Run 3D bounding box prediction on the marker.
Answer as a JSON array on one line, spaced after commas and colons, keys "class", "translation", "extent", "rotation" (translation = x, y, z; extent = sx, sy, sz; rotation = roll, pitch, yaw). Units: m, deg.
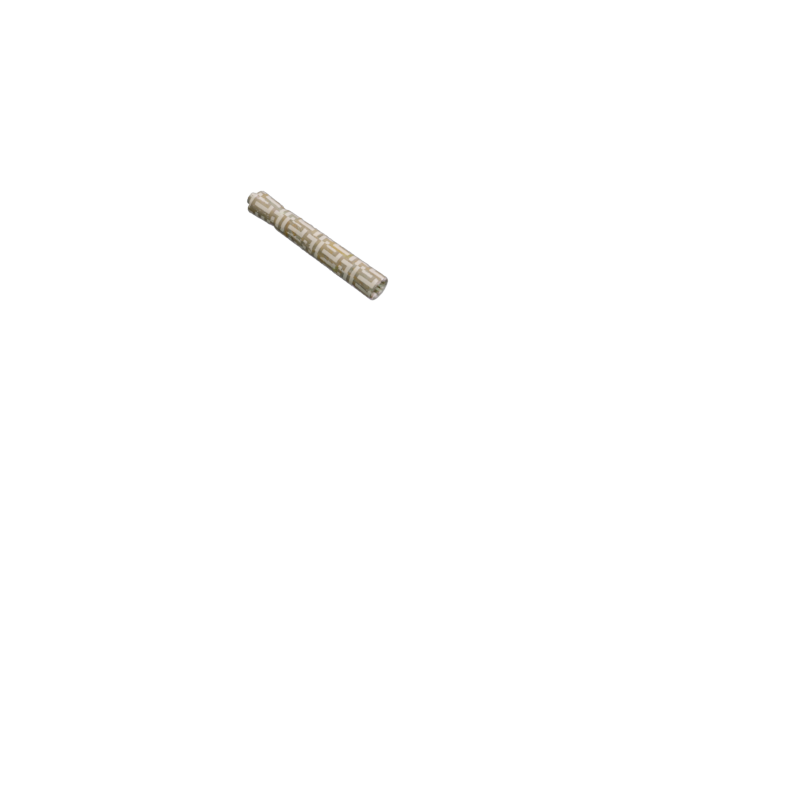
[{"class": "marker", "translation": [-0.060, -0.110, 0.771], "extent": [0.128, 0.019, 0.019], "rotation": [37, 19, 23]}]
